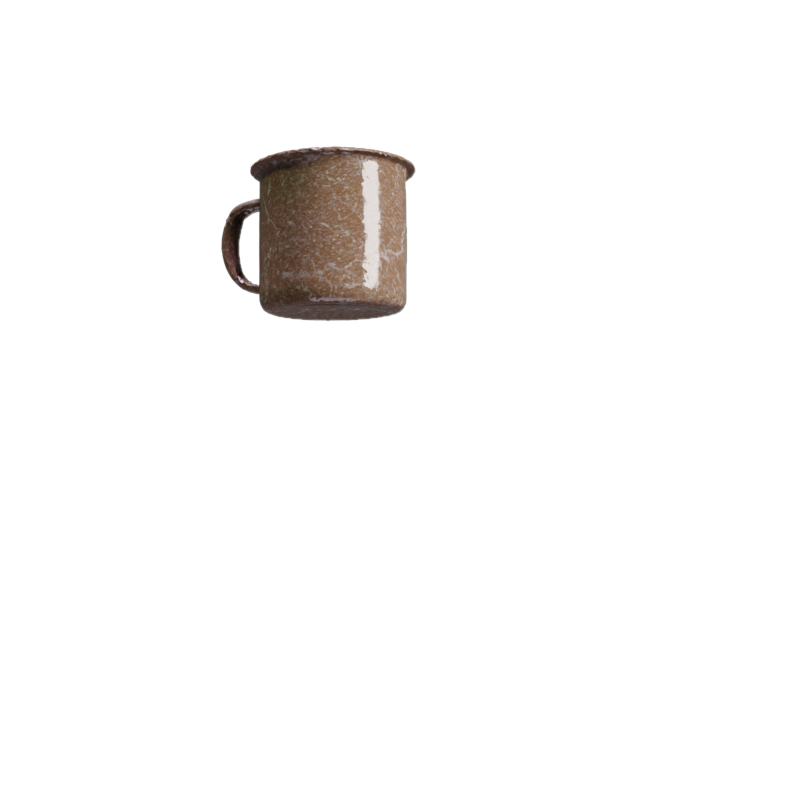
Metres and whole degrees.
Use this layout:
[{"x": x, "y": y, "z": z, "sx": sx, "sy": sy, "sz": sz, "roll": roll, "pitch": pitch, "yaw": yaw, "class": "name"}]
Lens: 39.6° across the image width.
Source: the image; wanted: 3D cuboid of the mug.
[{"x": -0.049, "y": -0.089, "z": 0.621, "sx": 0.120, "sy": 0.083, "sz": 0.089, "roll": -3, "pitch": -7, "yaw": 23, "class": "mug"}]
